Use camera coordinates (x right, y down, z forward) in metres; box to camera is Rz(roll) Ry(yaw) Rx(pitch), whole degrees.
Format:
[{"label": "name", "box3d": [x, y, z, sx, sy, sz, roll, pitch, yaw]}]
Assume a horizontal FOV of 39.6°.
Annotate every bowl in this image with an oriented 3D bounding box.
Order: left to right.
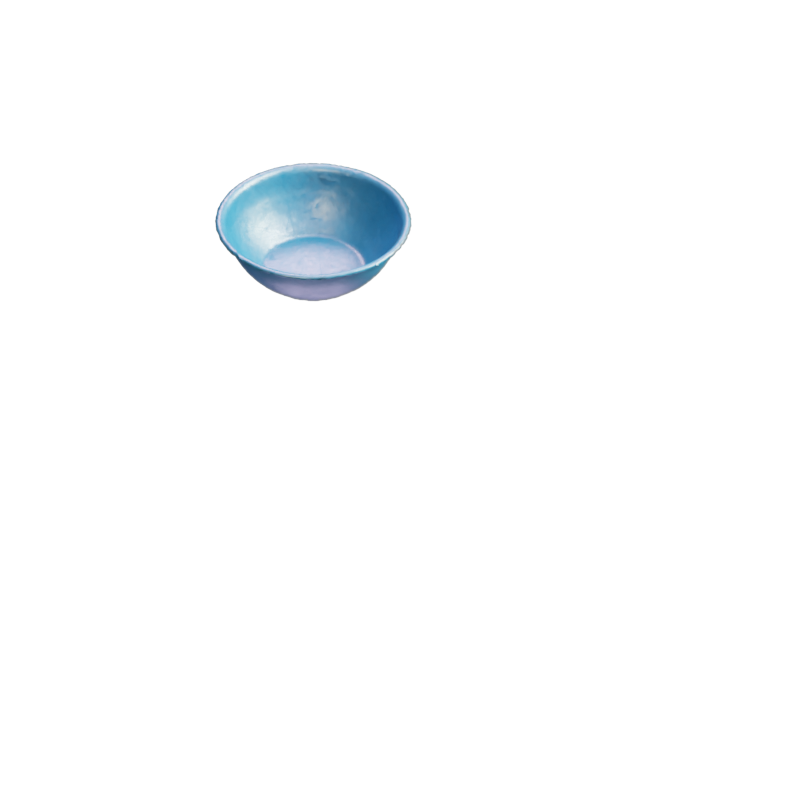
[{"label": "bowl", "box3d": [-0.073, -0.133, 0.929, 0.162, 0.051, 0.174, -1, 42, -2]}]
